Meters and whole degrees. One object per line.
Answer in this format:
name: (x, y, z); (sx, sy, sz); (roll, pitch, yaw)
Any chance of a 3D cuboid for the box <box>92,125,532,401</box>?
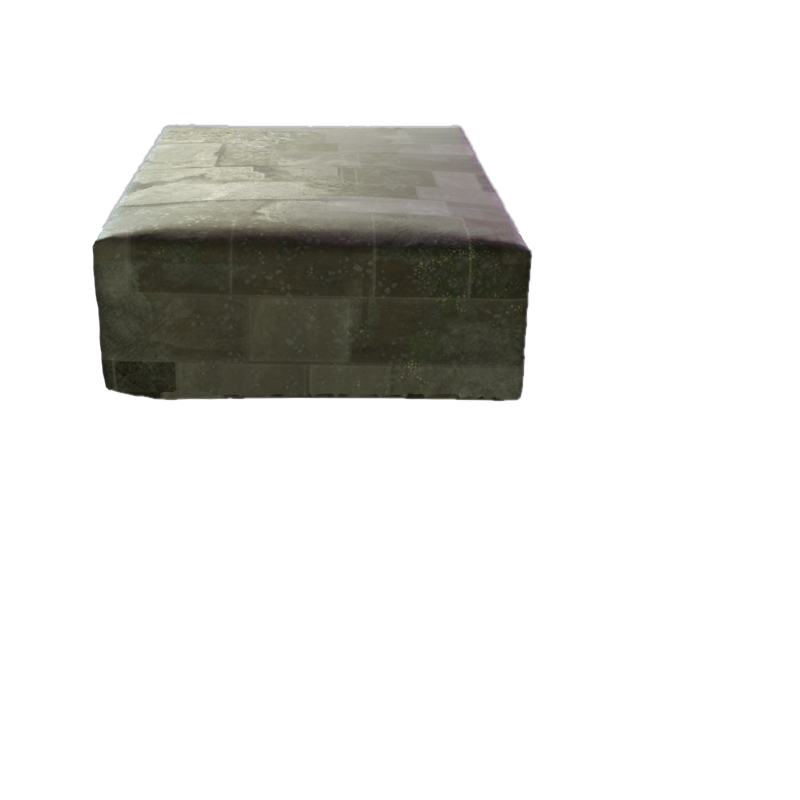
box: (-0.040, -0.073, 0.514); (0.164, 0.069, 0.224); (0, 24, -3)
